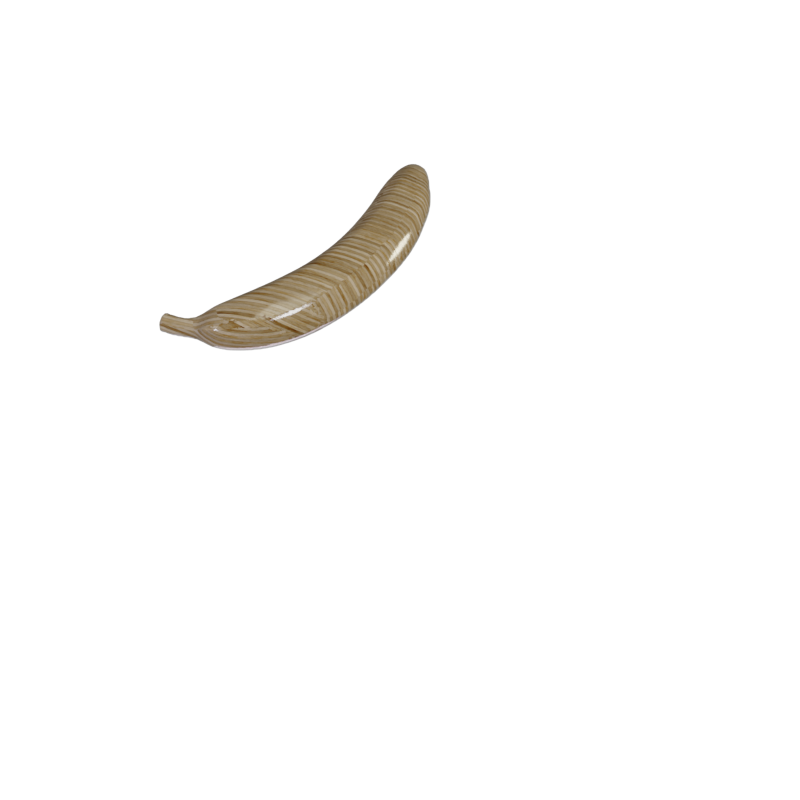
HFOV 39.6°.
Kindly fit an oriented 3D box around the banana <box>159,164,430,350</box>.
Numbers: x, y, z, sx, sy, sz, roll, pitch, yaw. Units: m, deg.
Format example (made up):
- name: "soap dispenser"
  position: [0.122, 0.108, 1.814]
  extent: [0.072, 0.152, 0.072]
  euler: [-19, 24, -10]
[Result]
- name: "banana"
  position: [-0.042, -0.080, 0.646]
  extent: [0.198, 0.034, 0.074]
  euler: [-34, 59, -25]
